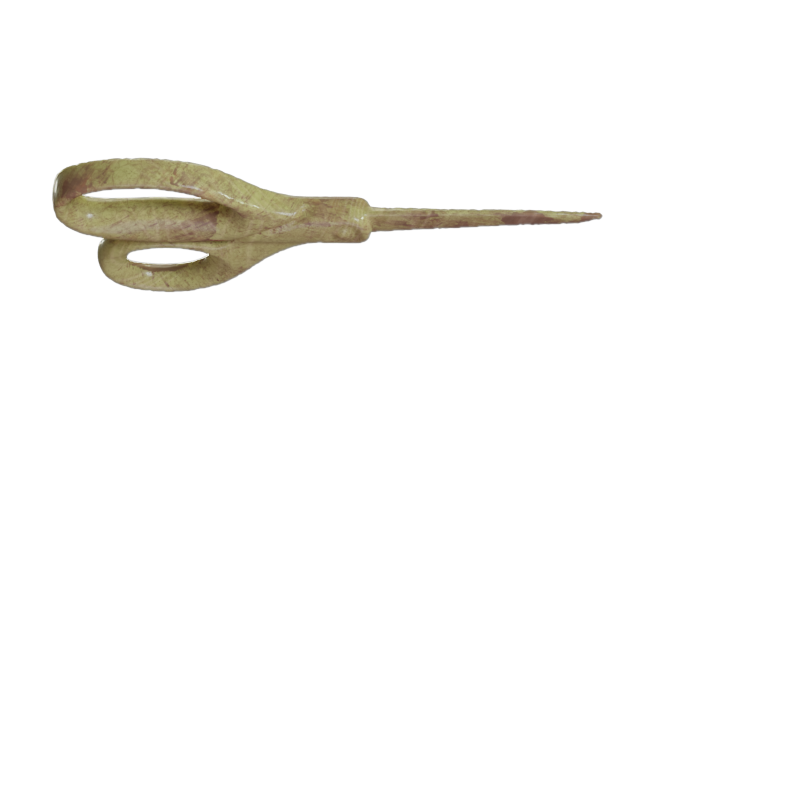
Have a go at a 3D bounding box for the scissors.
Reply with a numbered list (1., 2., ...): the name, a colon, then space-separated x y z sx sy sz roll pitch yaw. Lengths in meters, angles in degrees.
1. scissors: -0.034 -0.062 0.435 0.198 0.017 0.093 5 -22 -14
